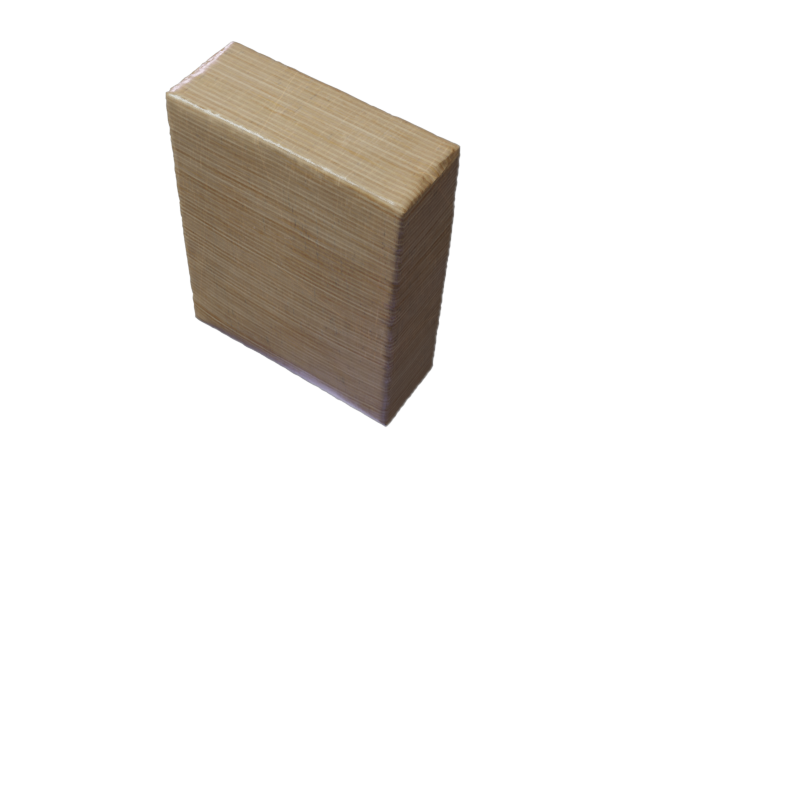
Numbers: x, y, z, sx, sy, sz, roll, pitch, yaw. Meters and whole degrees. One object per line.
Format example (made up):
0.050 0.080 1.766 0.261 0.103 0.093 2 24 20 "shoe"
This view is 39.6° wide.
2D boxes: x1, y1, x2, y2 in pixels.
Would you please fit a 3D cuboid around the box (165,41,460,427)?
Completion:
-0.054 -0.099 0.696 0.172 0.073 0.199 30 -33 19 "box"
